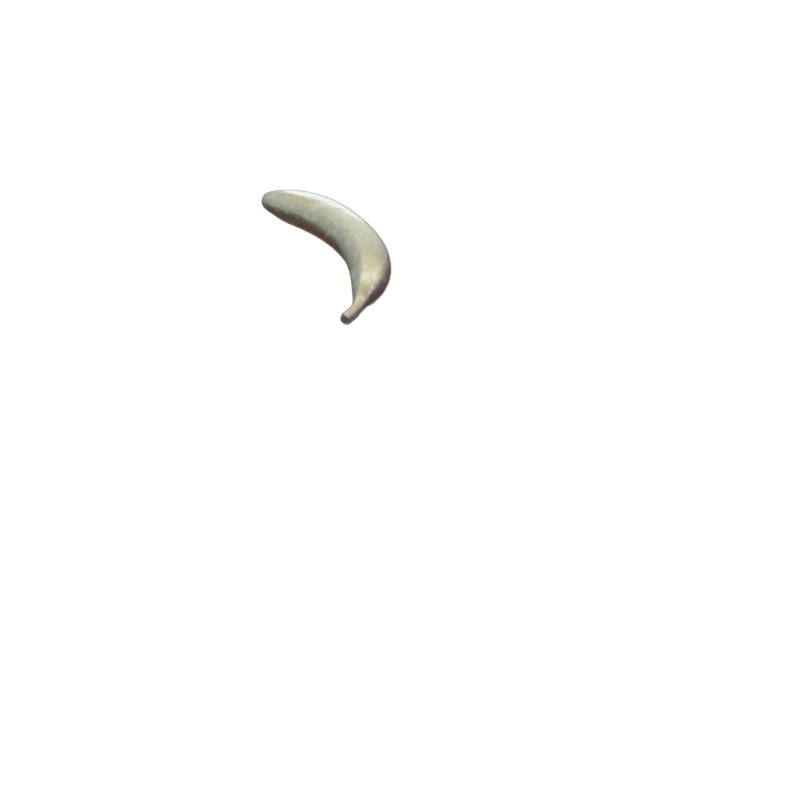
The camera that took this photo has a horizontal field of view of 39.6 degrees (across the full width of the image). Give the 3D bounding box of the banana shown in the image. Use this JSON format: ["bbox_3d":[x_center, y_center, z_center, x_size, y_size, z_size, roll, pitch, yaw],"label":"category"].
[{"bbox_3d":[-0.057,-0.140,0.969,0.069,0.034,0.214,-15,41,-19],"label":"banana"}]
